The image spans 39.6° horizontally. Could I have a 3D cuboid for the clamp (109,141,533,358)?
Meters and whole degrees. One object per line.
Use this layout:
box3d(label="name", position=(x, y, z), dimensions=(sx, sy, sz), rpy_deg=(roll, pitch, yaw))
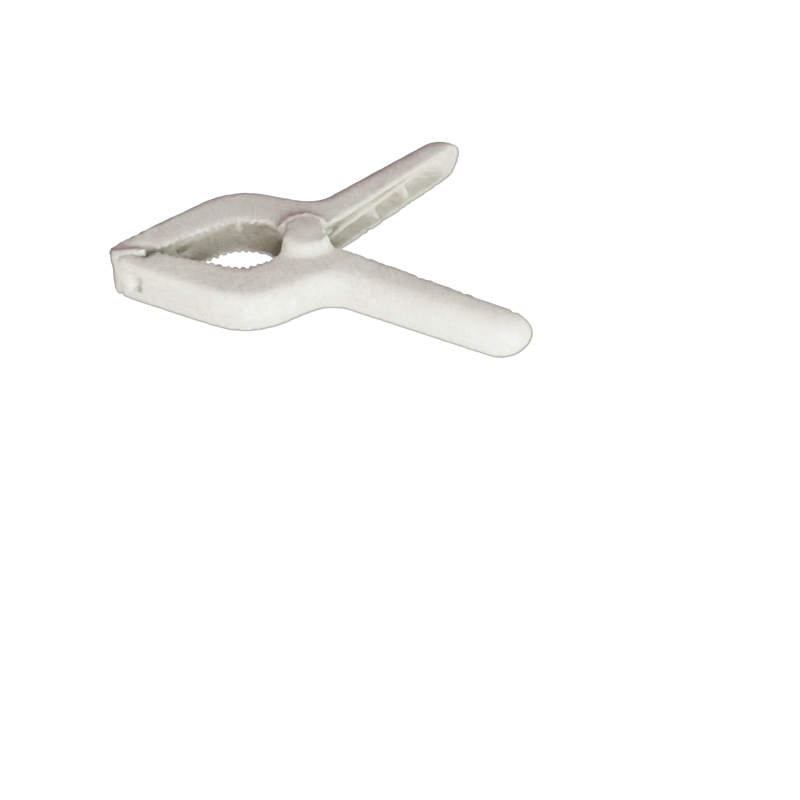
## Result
box3d(label="clamp", position=(-0.046, -0.085, 0.594), dimensions=(0.209, 0.034, 0.177), rpy_deg=(-2, 43, -2))
